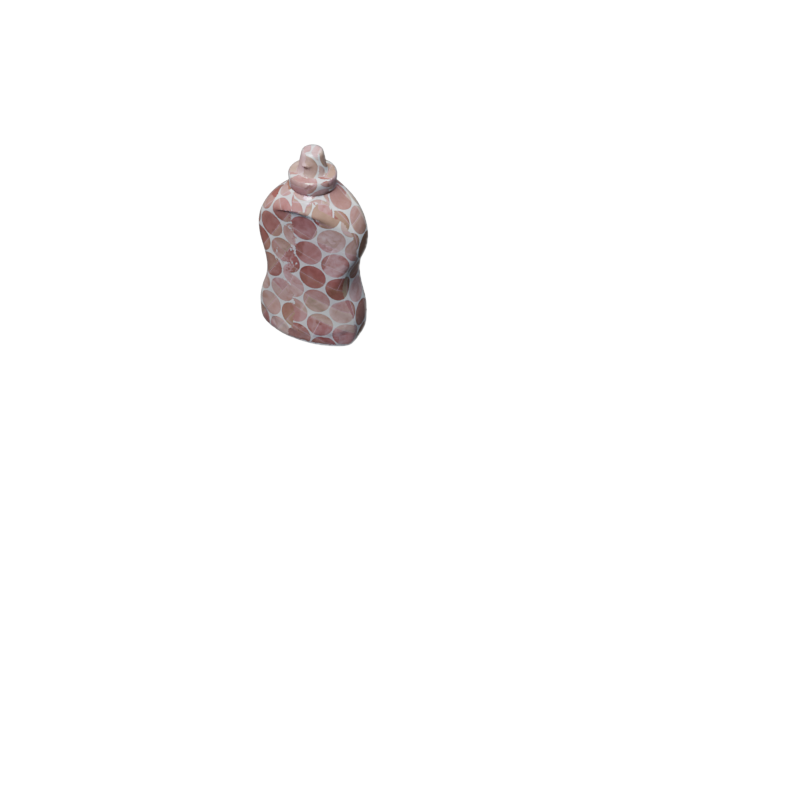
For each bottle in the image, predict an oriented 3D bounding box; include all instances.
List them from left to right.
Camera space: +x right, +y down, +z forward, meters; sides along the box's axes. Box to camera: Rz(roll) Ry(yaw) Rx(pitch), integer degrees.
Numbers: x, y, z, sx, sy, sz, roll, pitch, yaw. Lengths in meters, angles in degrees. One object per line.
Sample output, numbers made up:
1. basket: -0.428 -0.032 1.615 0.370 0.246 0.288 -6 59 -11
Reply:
1. bottle: -0.076 -0.138 0.965 0.100 0.179 0.060 20 43 19
